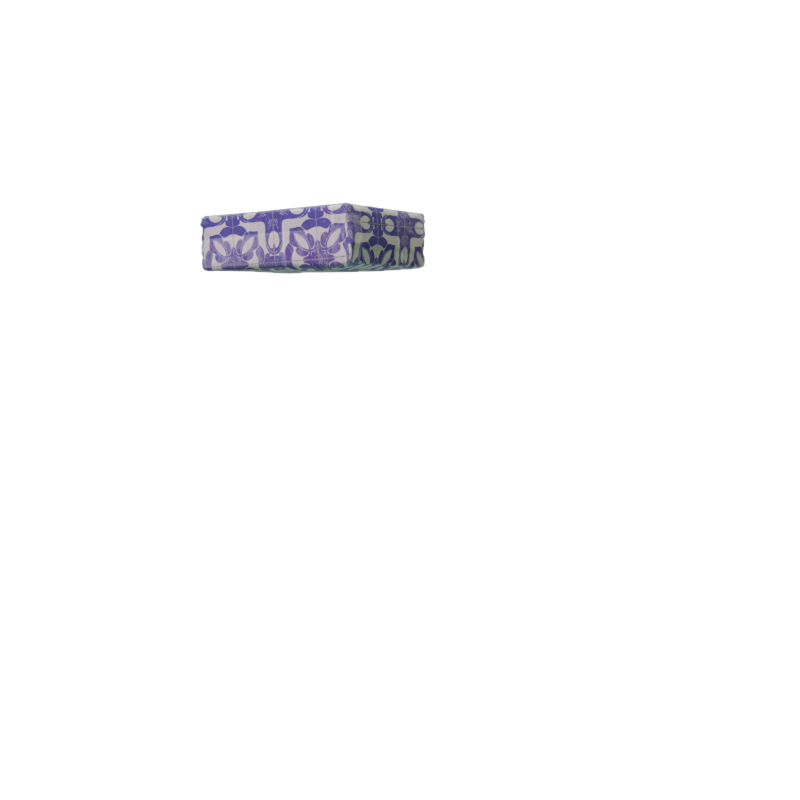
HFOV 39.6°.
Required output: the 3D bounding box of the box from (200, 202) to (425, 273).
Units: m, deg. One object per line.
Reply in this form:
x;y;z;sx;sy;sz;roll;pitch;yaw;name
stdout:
-0.054;-0.099;0.693;0.118;0.039;0.087;3;6;33;box
